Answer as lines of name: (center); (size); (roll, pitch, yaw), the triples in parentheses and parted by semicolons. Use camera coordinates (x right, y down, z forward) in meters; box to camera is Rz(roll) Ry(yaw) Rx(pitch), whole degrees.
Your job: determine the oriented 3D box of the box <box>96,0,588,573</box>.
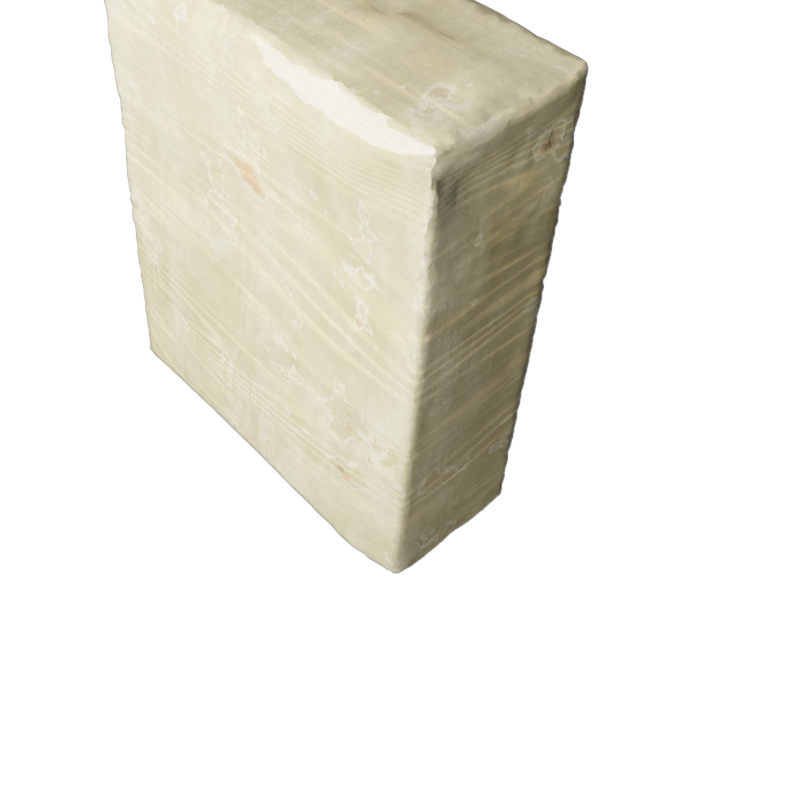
box: (-0.032, -0.059, 0.411); (0.072, 0.199, 0.175); (-32, 56, -29)
